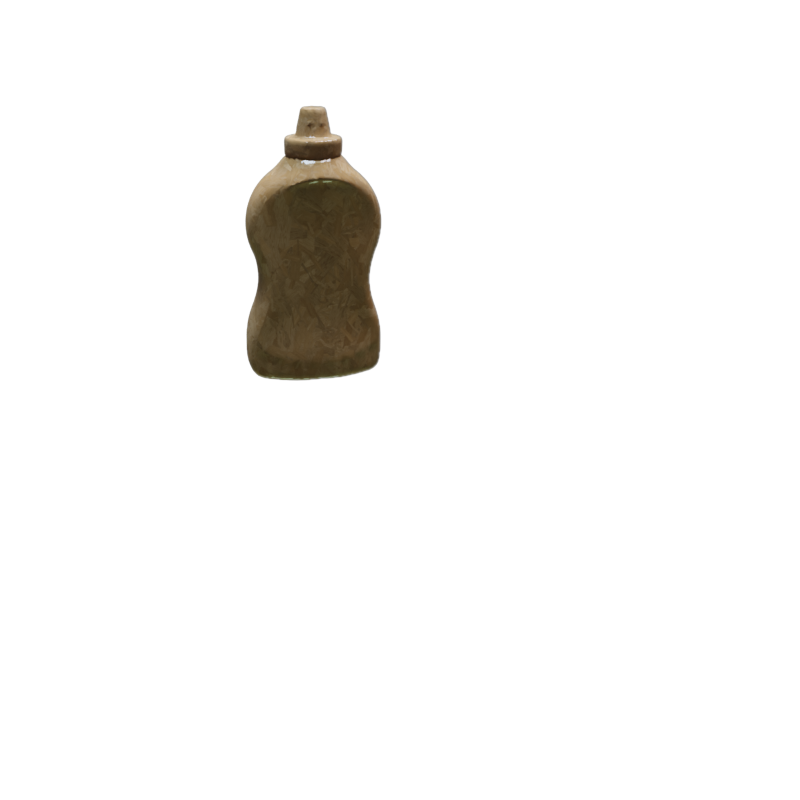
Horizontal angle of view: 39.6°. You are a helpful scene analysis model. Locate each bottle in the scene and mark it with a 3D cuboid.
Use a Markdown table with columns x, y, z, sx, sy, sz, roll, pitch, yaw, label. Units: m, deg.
| x | y | z | sx | sy | sz | roll | pitch | yaw | label |
| --- | --- | --- | --- | --- | --- | --- | --- | --- | --- |
| -0.062 | -0.113 | 0.790 | 0.095 | 0.185 | 0.061 | -3 | 16 | -12 | bottle |
